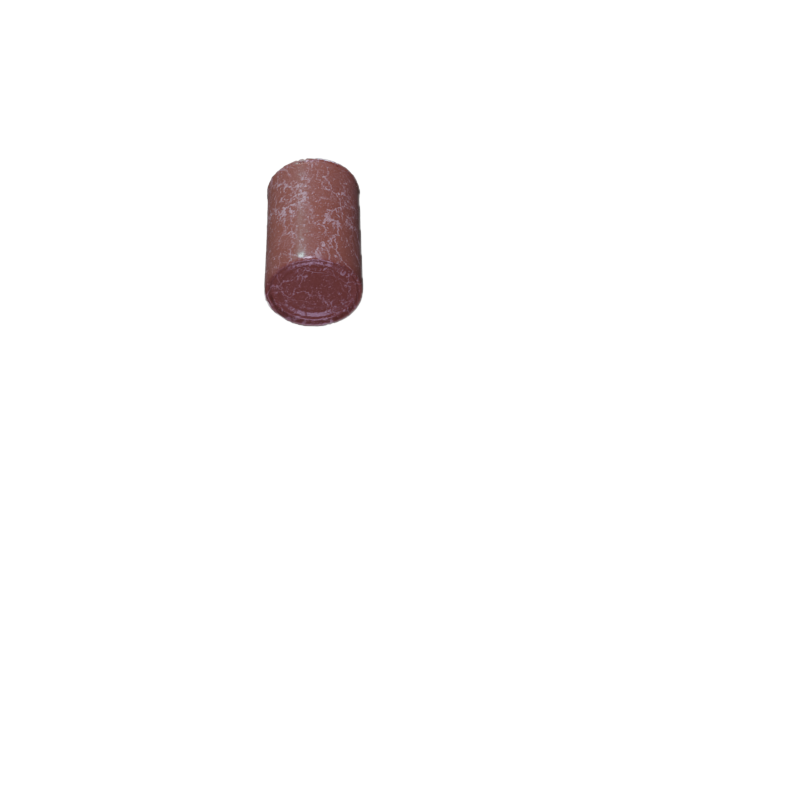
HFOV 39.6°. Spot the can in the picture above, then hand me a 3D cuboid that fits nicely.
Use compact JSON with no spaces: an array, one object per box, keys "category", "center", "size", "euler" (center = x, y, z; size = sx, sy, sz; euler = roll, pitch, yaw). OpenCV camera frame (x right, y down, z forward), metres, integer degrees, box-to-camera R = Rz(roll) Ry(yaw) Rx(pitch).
[{"category":"can","center":[-0.060,-0.110,0.771],"size":[0.068,0.110,0.064],"euler":[-1,-43,-3]}]
